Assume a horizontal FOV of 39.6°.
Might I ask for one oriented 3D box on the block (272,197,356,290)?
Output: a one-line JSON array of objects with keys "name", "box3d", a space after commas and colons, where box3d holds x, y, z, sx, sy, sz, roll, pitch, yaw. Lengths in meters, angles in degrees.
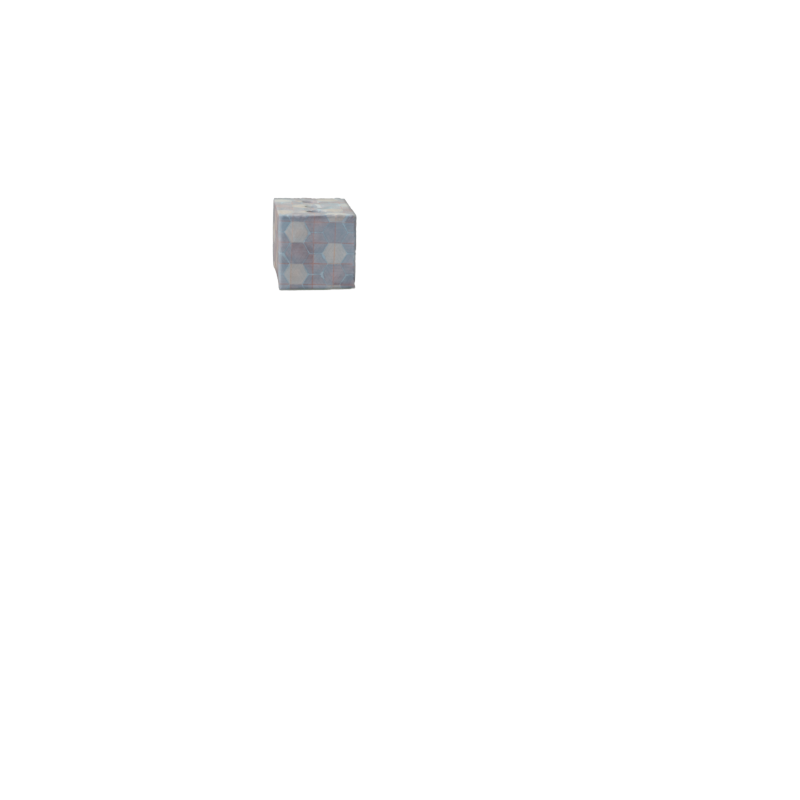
[{"name": "block", "box3d": [-0.059, -0.108, 0.759, 0.052, 0.050, 0.081, -2, 16, -8]}]
